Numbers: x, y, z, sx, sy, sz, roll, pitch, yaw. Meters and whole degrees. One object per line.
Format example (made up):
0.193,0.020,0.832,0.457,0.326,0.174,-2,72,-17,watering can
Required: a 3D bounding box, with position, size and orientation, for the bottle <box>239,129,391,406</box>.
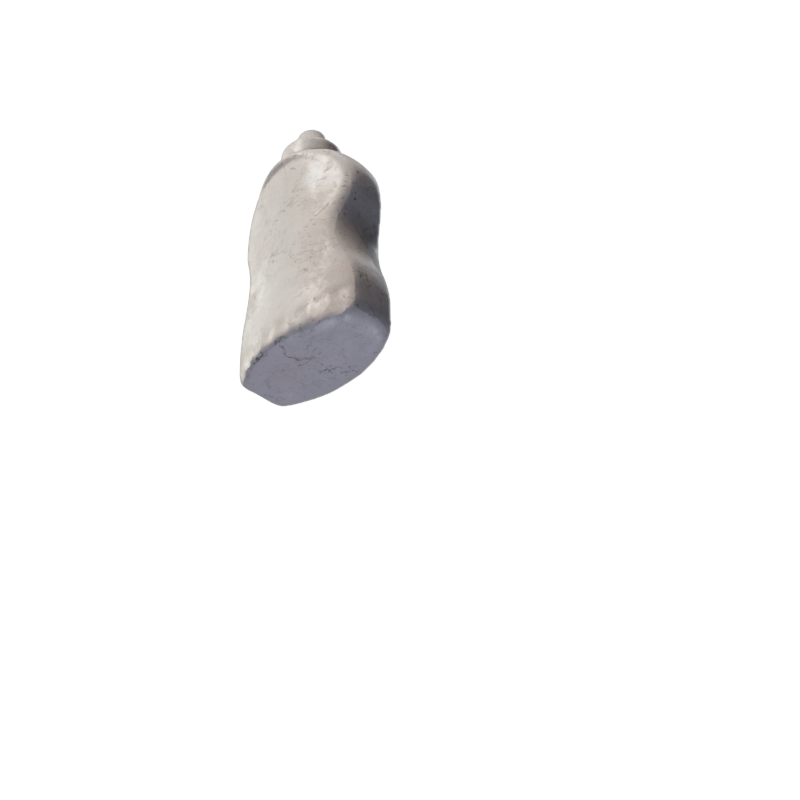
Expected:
-0.053,-0.097,0.677,0.055,0.206,0.095,31,-51,-33,bottle
